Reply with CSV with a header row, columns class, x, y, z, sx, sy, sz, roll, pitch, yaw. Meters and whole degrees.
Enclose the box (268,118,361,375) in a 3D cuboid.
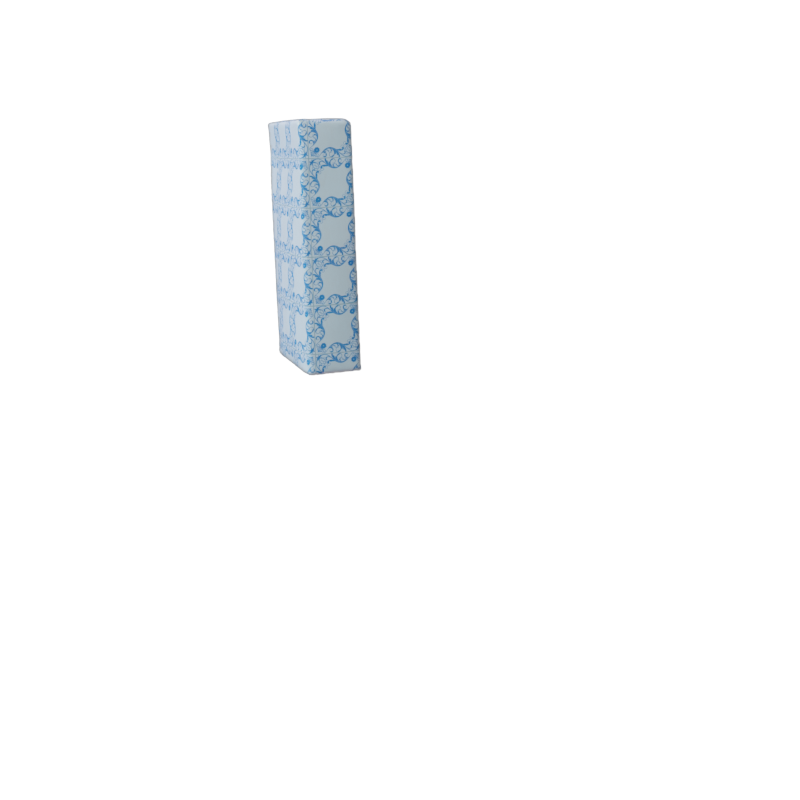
class,x,y,z,sx,sy,sz,roll,pitch,yaw
box,-0.062,-0.114,0.800,0.047,0.174,0.097,-2,7,-19
